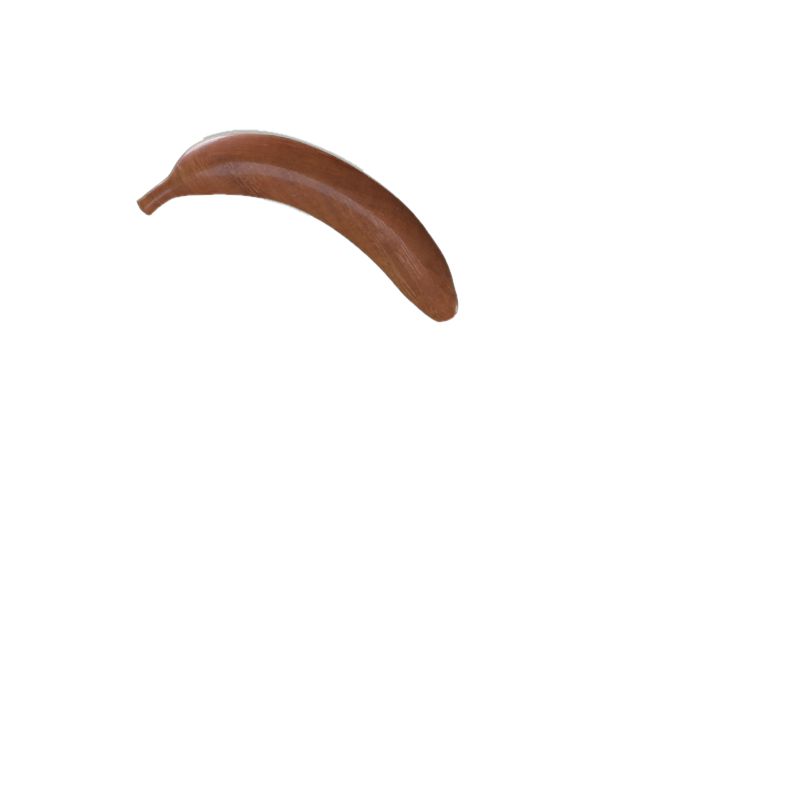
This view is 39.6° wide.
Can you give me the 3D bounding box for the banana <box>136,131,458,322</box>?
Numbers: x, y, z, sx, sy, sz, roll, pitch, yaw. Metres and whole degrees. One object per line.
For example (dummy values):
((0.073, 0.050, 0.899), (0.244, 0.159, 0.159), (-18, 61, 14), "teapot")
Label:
((-0.046, -0.108, 0.636), (0.194, 0.067, 0.039), (20, 24, -9), "banana")
